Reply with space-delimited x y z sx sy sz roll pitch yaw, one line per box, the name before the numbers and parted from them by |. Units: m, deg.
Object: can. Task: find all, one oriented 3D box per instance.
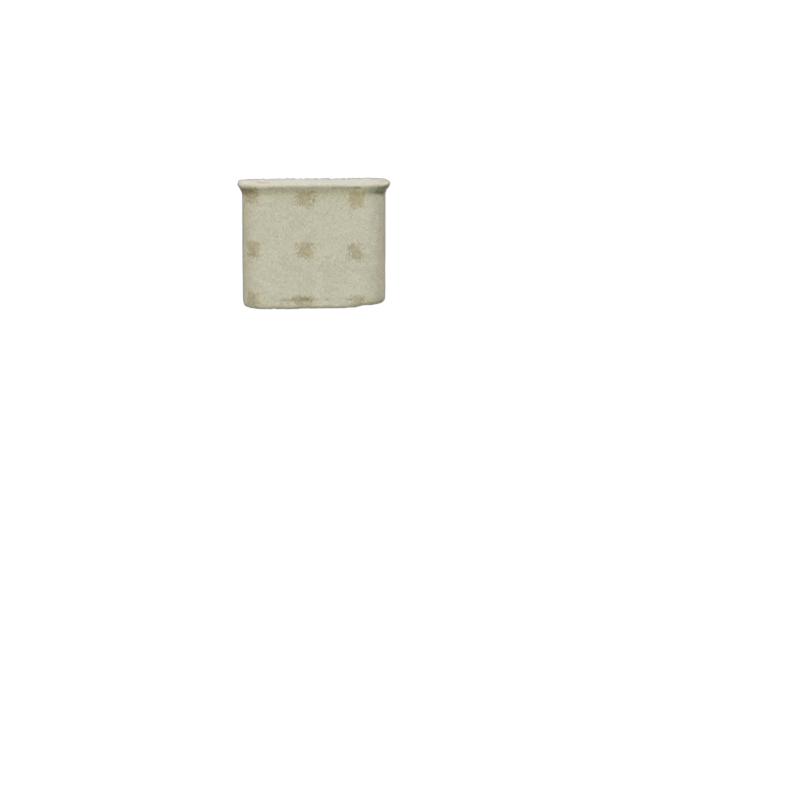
can | -0.059 -0.107 0.752 0.101 0.082 0.059 -1 10 -5
